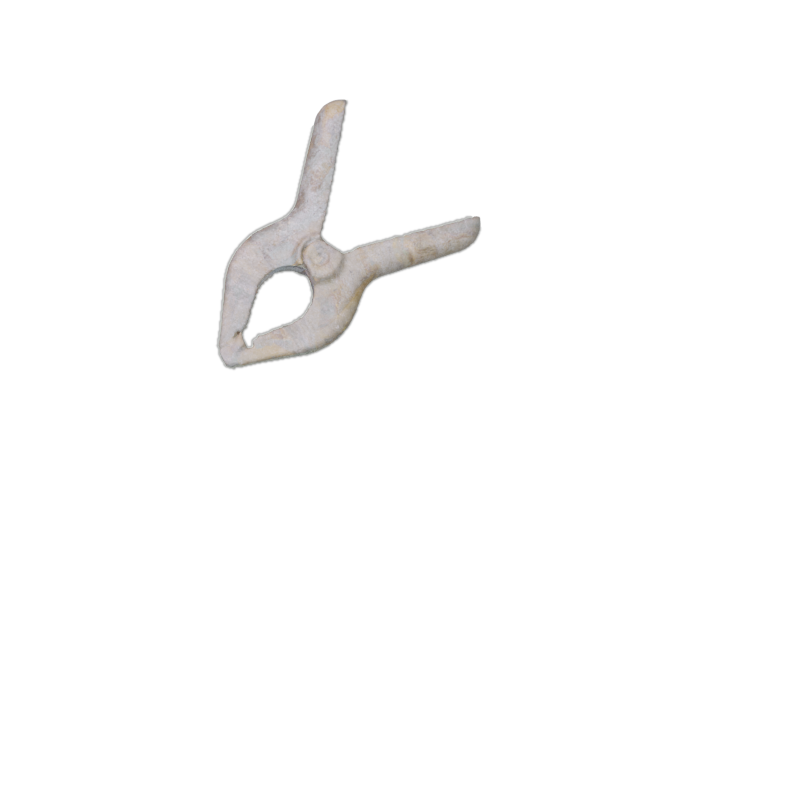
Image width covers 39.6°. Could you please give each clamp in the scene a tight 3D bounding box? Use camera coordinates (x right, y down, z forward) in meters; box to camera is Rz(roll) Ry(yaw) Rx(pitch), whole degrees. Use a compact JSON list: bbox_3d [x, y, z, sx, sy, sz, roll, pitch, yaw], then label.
[{"bbox_3d":[-0.051,-0.093,0.653,0.172,0.124,0.038,-39,-12,-10],"label":"clamp"}]
